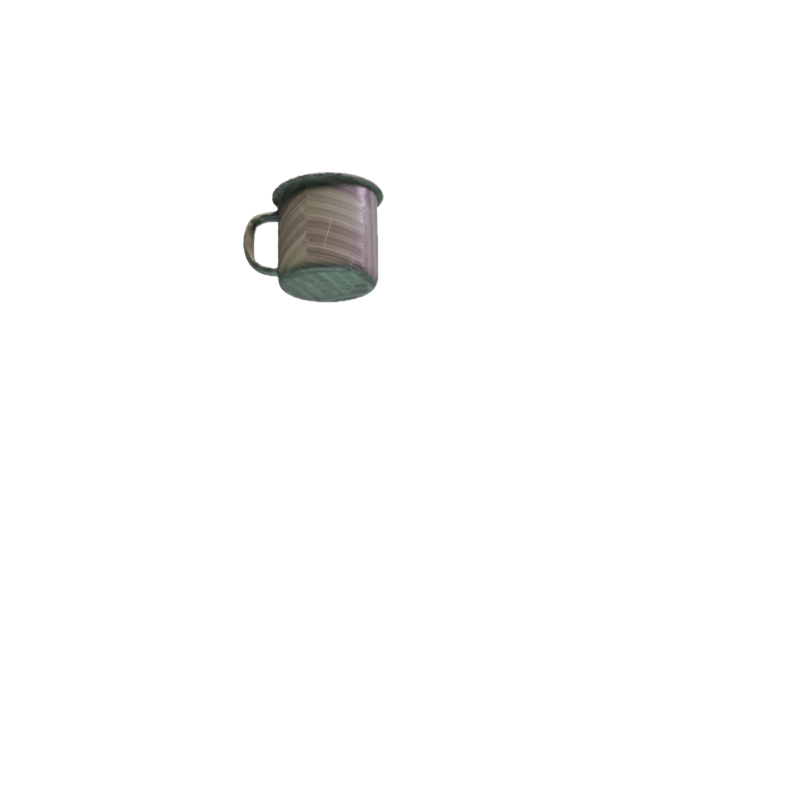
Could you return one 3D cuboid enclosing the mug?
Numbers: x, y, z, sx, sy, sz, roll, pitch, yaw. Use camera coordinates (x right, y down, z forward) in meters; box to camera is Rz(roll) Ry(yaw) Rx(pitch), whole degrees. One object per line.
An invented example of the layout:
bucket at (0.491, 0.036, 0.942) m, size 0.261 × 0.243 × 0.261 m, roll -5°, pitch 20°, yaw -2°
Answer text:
mug at (-0.071, -0.130, 0.910) m, size 0.118 × 0.085 × 0.088 m, roll -2°, pitch -19°, yaw 4°
